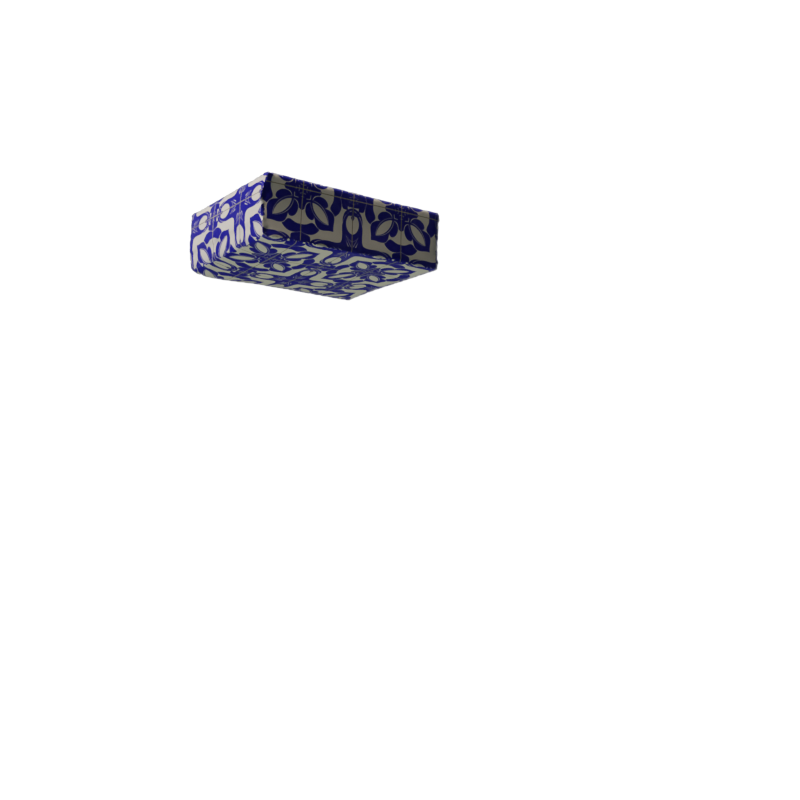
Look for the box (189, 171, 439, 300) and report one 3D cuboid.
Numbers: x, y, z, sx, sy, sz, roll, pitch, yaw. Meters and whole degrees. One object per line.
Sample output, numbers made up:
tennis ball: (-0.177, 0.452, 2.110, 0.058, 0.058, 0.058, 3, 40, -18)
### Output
box: (-0.048, -0.088, 0.618, 0.109, 0.040, 0.091, 6, -12, -33)
